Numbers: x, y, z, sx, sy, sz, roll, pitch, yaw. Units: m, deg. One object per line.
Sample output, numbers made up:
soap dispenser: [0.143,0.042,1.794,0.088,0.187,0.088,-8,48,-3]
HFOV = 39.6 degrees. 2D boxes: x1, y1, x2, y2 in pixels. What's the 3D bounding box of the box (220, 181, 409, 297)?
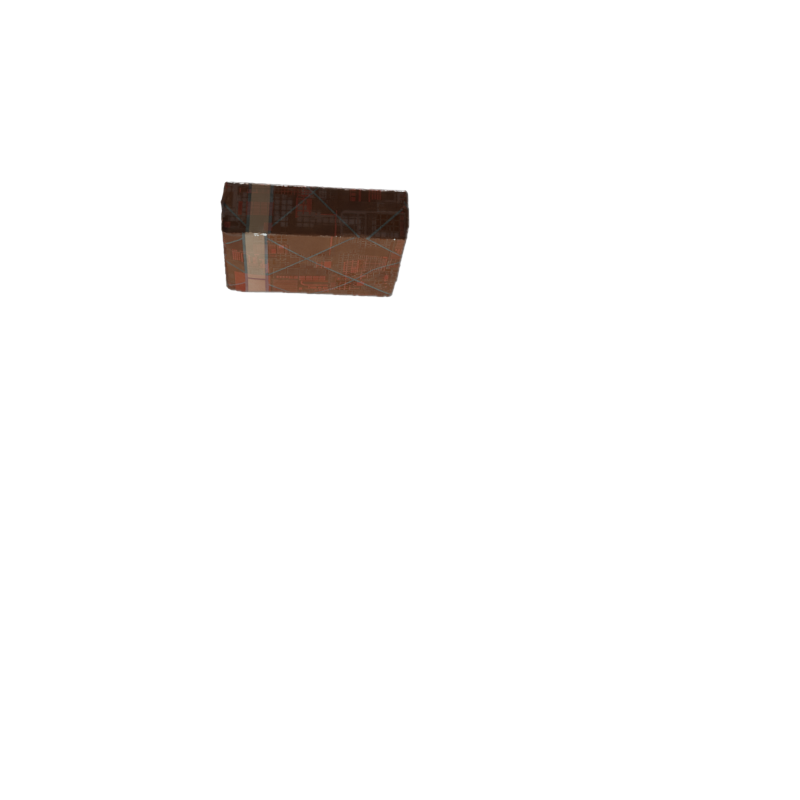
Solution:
box: [-0.054,-0.099,0.694,0.113,0.041,0.086,1,-20,-4]
